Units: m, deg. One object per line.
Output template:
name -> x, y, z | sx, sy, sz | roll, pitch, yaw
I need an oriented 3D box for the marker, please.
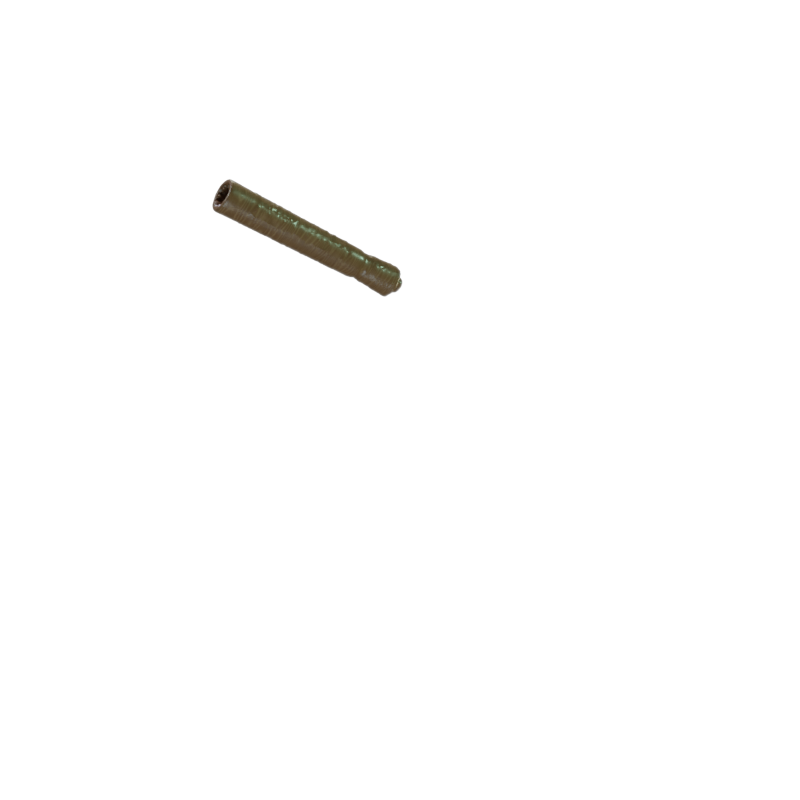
marker -> -0.048, -0.087, 0.610 | 0.115, 0.020, 0.020 | 24, -9, -27
